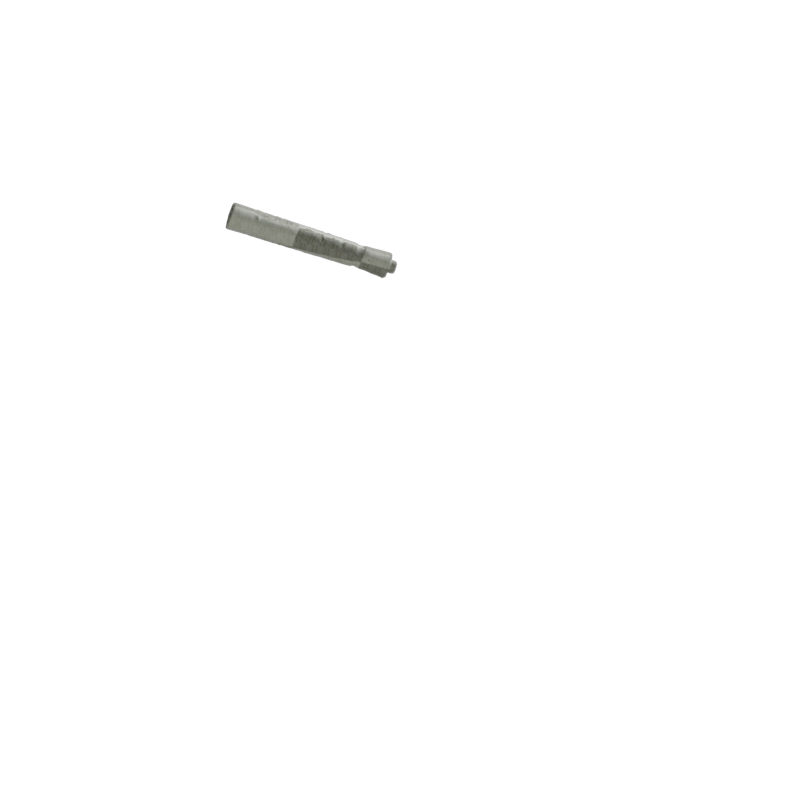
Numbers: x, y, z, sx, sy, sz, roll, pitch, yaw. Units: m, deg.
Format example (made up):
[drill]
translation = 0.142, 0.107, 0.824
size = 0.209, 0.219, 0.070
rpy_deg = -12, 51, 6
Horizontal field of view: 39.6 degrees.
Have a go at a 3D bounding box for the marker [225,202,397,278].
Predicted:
[marker]
translation = -0.060, -0.109, 0.761
size = 0.118, 0.020, 0.020
rpy_deg = 16, 0, -10
